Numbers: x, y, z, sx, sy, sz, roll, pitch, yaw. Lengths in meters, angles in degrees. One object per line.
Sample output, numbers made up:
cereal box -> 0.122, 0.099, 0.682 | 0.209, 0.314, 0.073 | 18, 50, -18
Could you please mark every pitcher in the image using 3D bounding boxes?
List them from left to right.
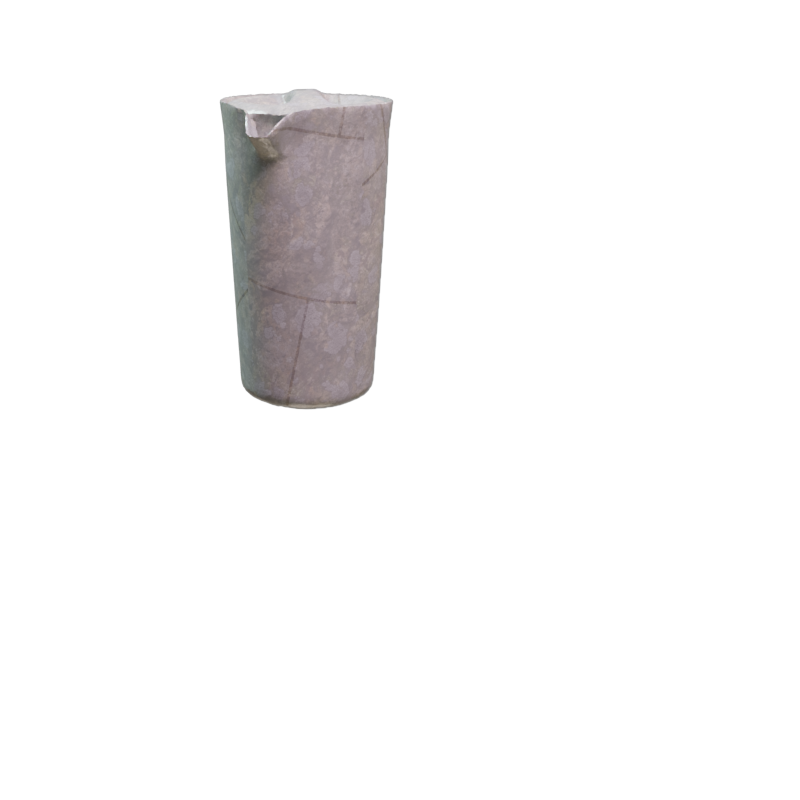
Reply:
pitcher -> -0.069, -0.127, 0.887 | 0.146, 0.235, 0.153 | -6, 17, -23
